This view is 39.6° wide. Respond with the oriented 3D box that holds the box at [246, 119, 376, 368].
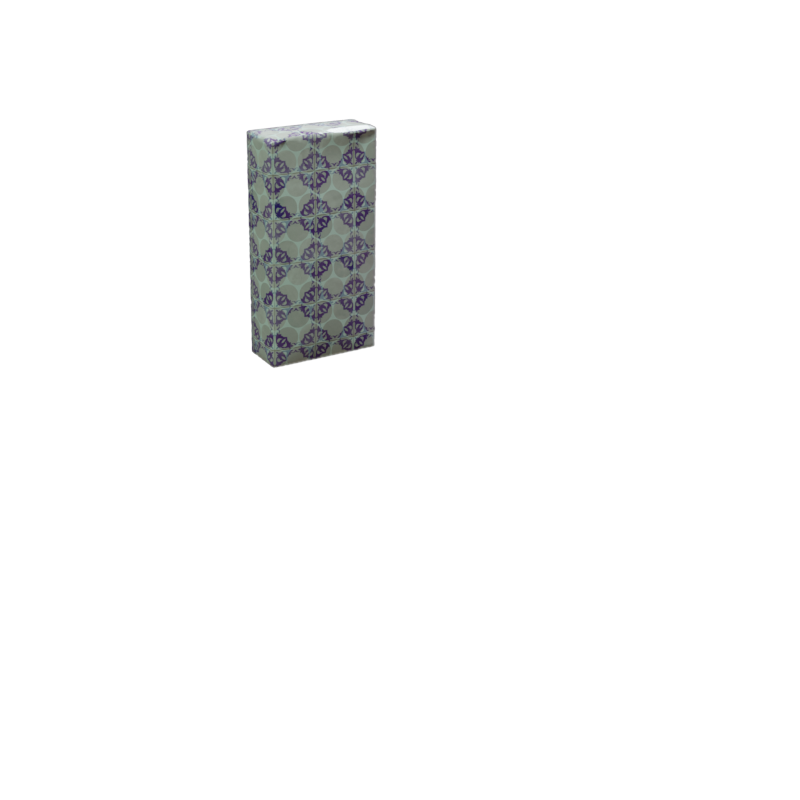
[{"bbox_3d":[-0.066,-0.120,0.841,0.091,0.168,0.051,-11,24,-29],"label":"box"}]
